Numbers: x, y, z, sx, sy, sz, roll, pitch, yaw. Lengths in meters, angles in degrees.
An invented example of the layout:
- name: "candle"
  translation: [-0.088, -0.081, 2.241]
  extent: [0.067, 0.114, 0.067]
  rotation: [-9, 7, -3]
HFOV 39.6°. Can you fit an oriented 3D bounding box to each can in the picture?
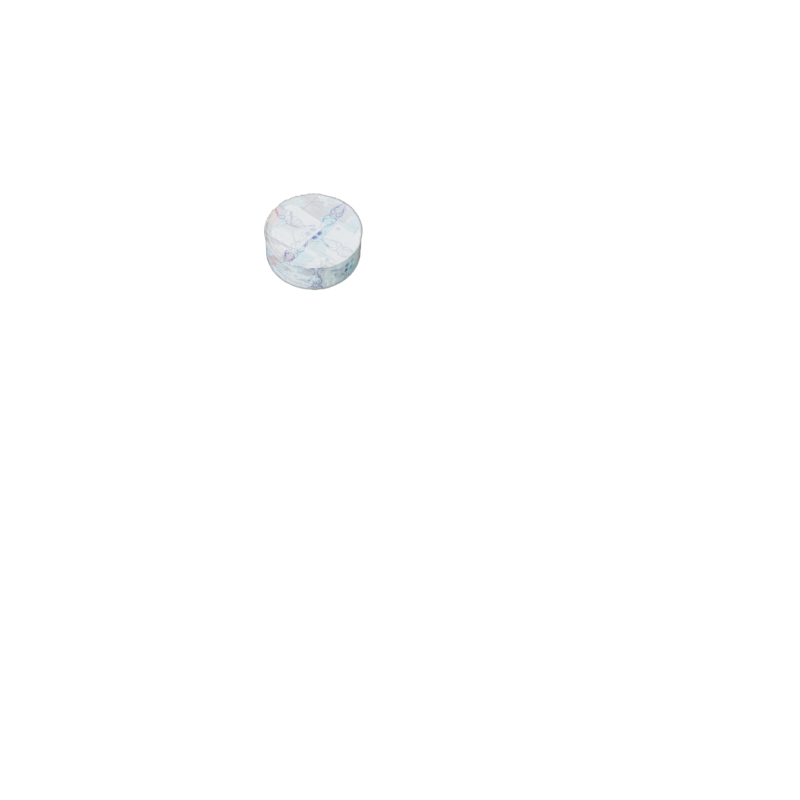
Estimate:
- name: "can"
  translation: [-0.076, -0.139, 0.975]
  extent: [0.086, 0.092, 0.031]
  rotation: [-1, -36, -1]
